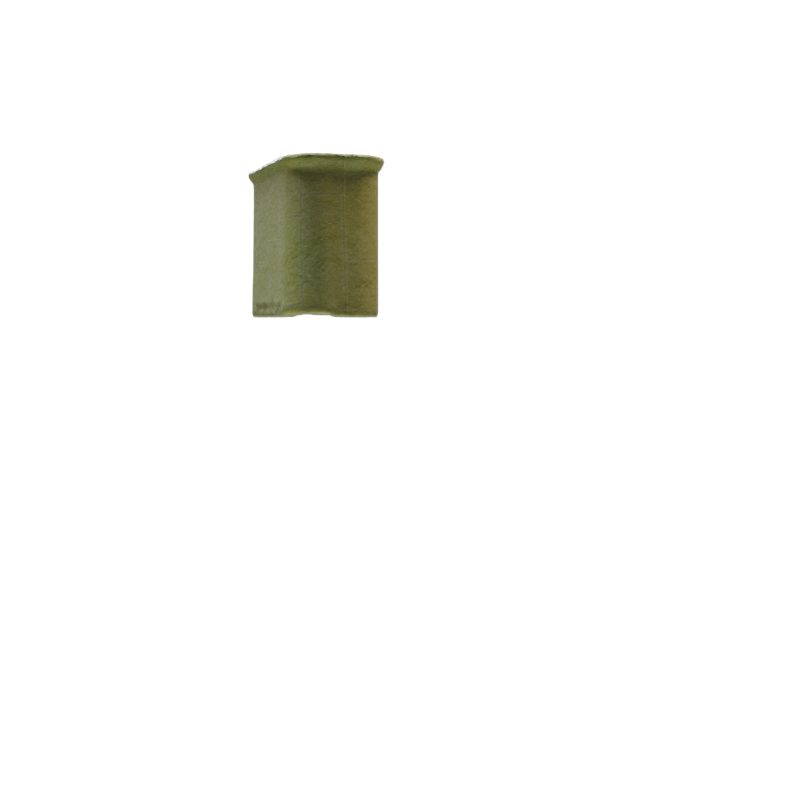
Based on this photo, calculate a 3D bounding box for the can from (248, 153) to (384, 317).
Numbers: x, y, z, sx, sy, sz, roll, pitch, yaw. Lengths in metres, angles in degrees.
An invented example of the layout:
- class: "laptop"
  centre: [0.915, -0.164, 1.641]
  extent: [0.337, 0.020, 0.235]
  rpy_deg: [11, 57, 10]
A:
- class: "can"
  centre: [-0.048, -0.087, 0.612]
  extent: [0.056, 0.084, 0.104]
  rpy_deg: [0, 1, -21]
